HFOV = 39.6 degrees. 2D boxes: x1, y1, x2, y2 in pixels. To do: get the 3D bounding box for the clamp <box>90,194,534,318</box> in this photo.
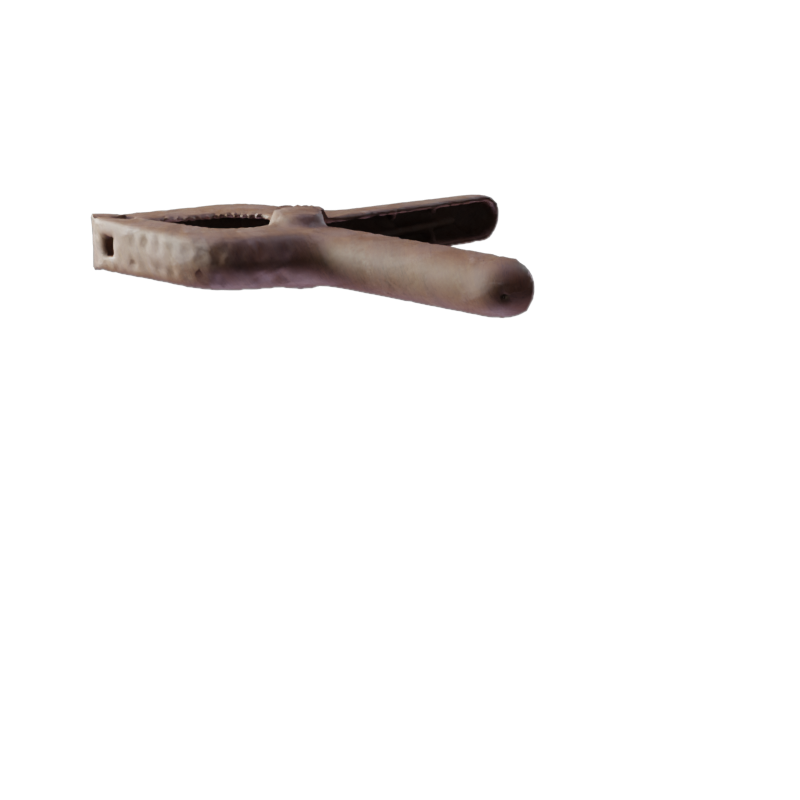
[{"bbox_3d":[-0.042,-0.077,0.539,0.213,0.035,0.168,3,19,9],"label":"clamp"}]
